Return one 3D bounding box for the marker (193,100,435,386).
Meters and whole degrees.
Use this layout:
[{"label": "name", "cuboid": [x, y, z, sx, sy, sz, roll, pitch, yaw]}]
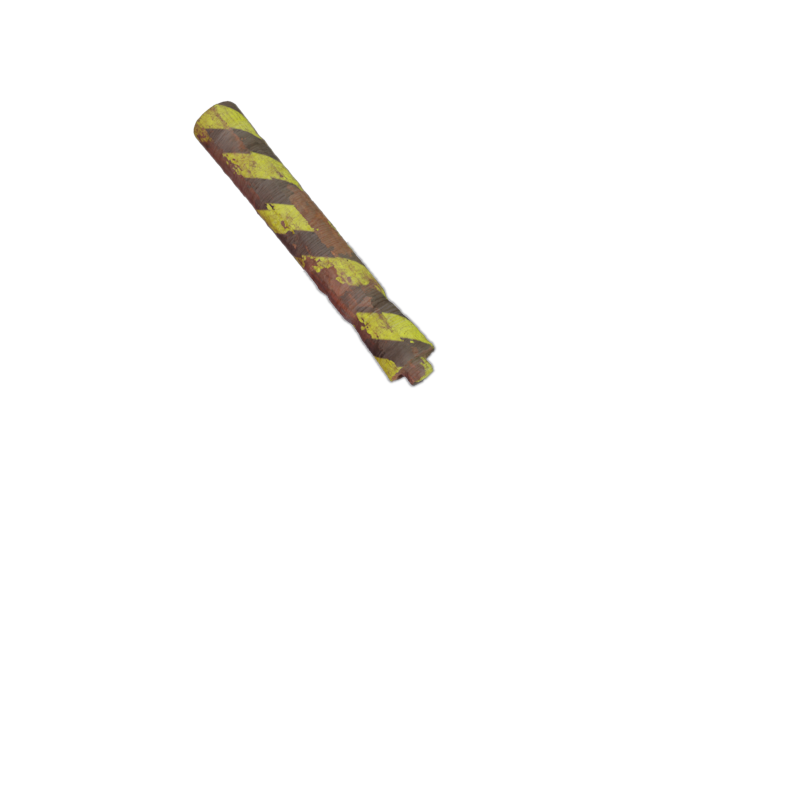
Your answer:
[{"label": "marker", "cuboid": [-0.030, -0.054, 0.381, 0.020, 0.127, 0.019, -34, -18, -13]}]
